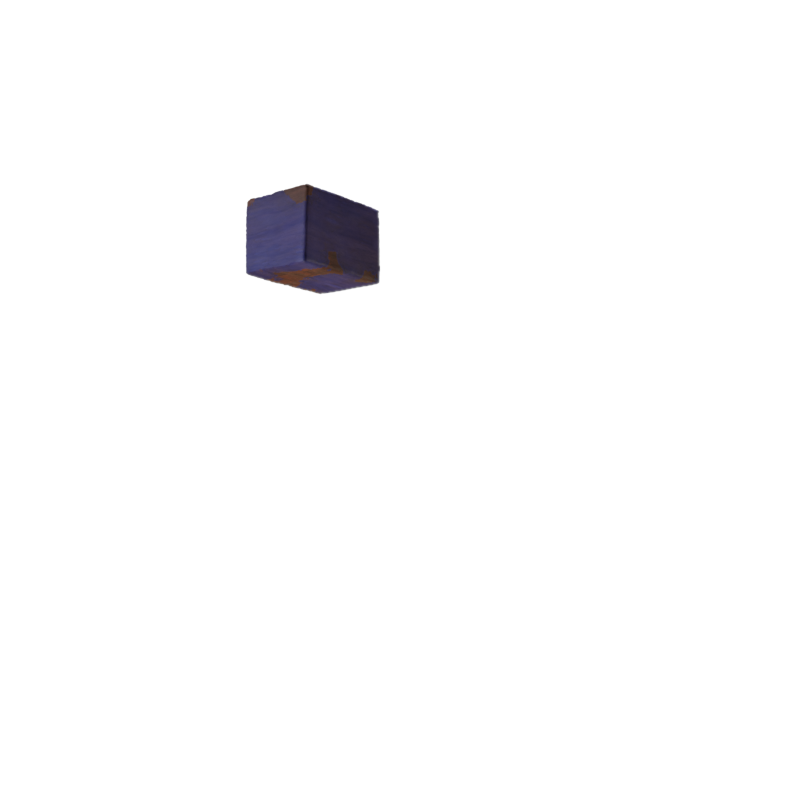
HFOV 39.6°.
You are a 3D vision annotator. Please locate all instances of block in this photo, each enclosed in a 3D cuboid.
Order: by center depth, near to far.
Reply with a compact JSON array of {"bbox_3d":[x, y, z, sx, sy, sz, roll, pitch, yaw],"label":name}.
[{"bbox_3d":[-0.057,-0.103,0.723,0.054,0.053,0.074,-9,-13,37],"label":"block"}]
